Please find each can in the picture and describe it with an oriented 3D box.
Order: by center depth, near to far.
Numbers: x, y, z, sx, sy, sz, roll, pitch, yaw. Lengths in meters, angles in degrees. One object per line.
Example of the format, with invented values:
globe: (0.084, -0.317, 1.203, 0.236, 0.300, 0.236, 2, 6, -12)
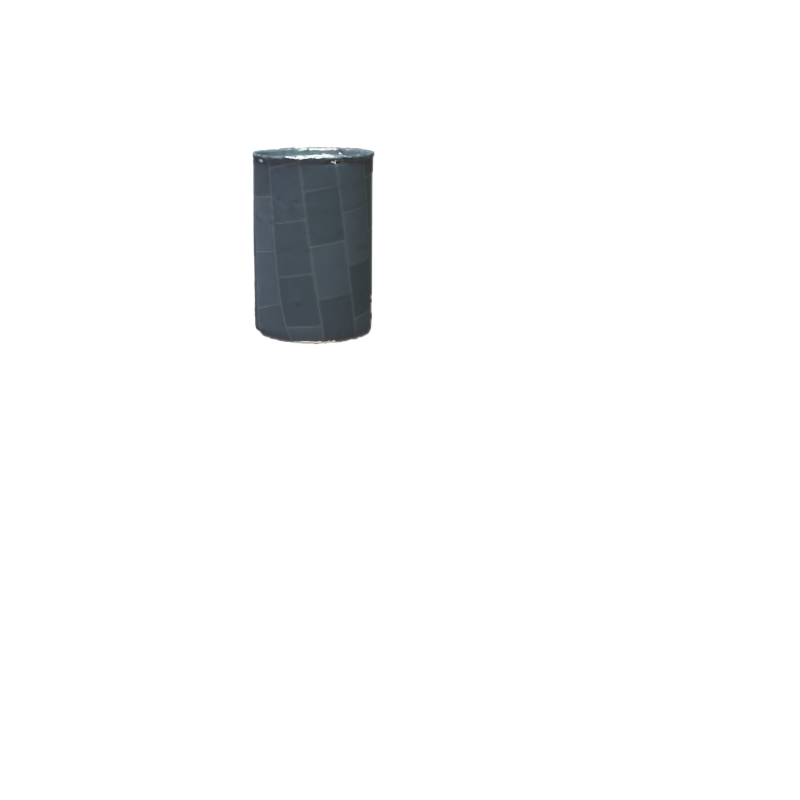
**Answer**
can: (-0.049, -0.089, 0.623, 0.068, 0.100, 0.070, 0, 12, -2)
